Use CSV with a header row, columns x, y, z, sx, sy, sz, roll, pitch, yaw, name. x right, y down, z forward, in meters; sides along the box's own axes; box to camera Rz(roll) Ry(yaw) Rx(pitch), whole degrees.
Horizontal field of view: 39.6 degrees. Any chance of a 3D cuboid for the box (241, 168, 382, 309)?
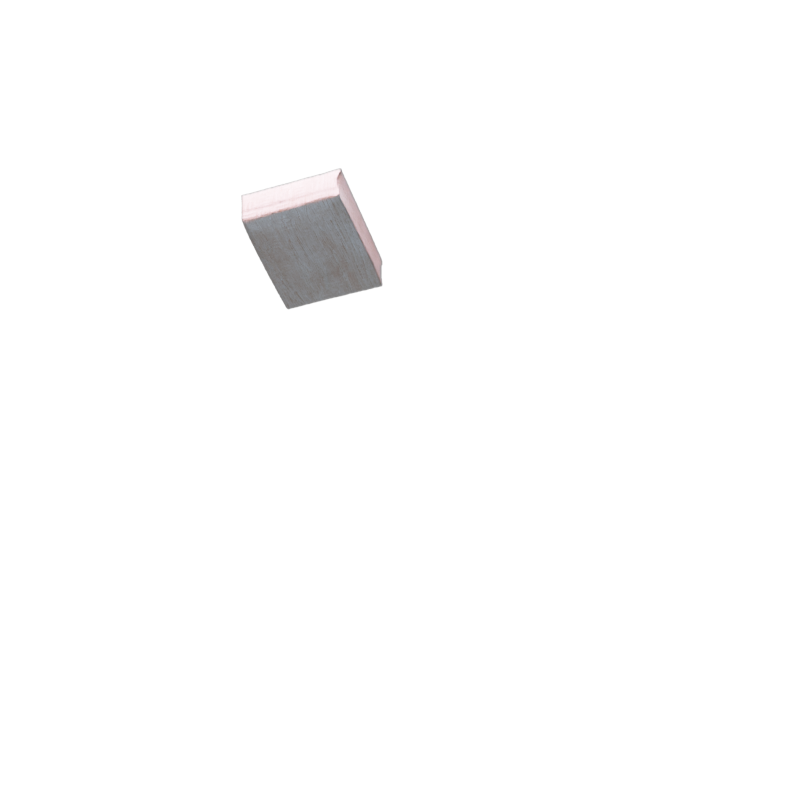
x,y,z,sx,sy,sz,roll,pitch,yaw,name
-0.073,-0.134,0.935,0.091,0.042,0.105,-13,-44,13,box
